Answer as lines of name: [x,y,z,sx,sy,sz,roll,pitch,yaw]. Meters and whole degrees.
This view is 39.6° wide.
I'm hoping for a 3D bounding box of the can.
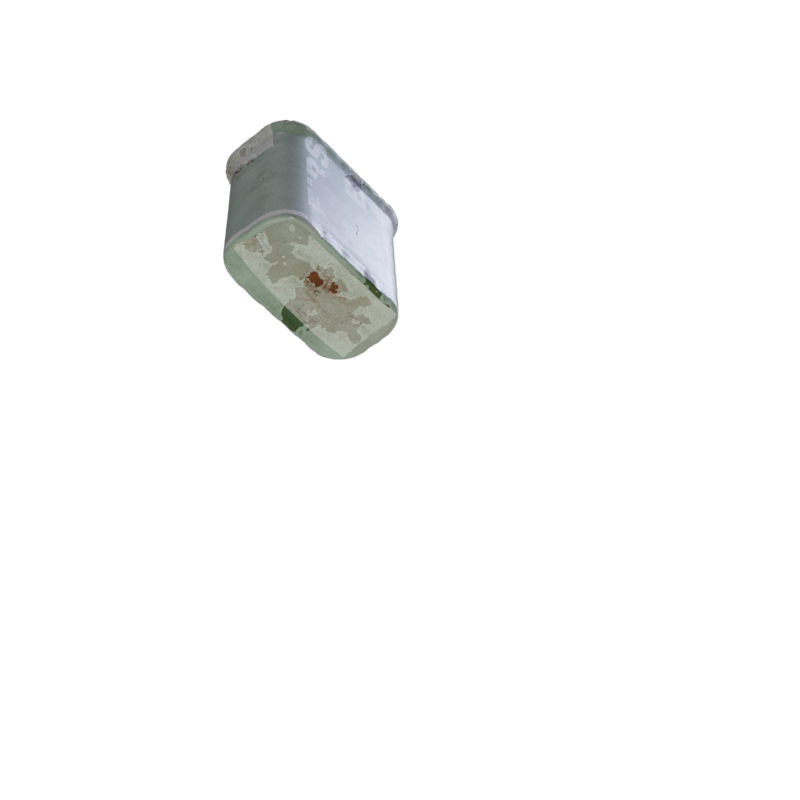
can: [-0.045,-0.082,0.578,0.057,0.090,0.096,-34,-56,24]
